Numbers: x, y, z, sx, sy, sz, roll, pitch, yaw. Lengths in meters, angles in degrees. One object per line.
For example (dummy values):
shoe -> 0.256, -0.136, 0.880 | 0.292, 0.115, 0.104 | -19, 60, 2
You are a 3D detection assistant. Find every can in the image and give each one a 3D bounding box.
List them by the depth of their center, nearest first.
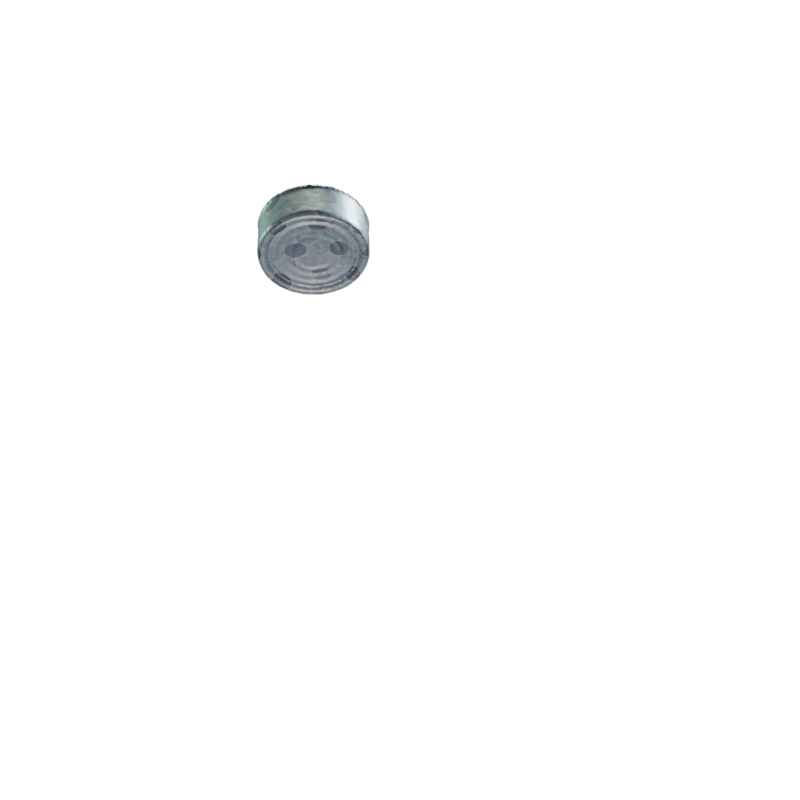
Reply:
can -> -0.066, -0.120, 0.838 | 0.086, 0.036, 0.080 | 1, -43, -1
